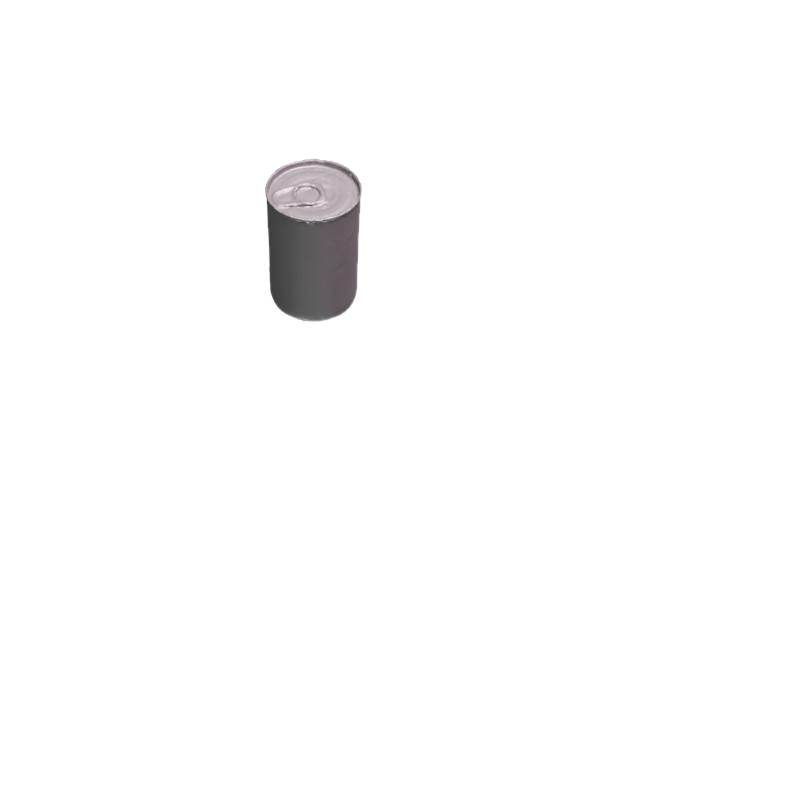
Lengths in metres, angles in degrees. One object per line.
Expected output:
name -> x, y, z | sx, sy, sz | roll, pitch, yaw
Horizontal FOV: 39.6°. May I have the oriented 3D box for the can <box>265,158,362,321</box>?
can -> -0.063, -0.116, 0.811 | 0.068, 0.074, 0.095 | 0, -44, -3
